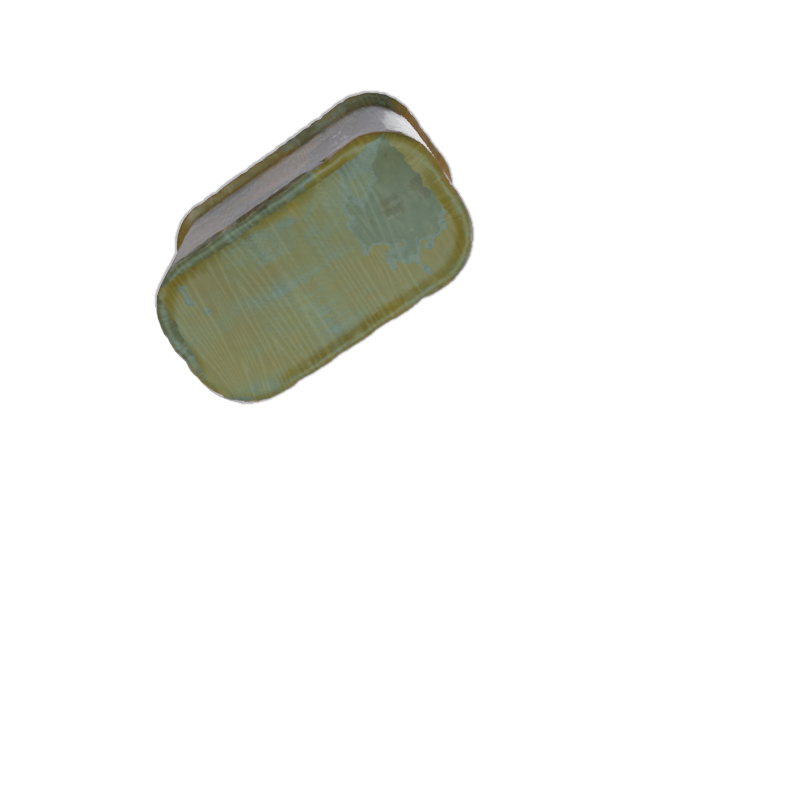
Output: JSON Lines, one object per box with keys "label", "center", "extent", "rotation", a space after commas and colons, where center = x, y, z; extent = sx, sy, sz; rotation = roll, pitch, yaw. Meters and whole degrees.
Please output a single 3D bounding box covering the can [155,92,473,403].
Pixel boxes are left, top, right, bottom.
{"label": "can", "center": [-0.028, -0.052, 0.365], "extent": [0.102, 0.055, 0.087], "rotation": [-34, 17, 8]}
